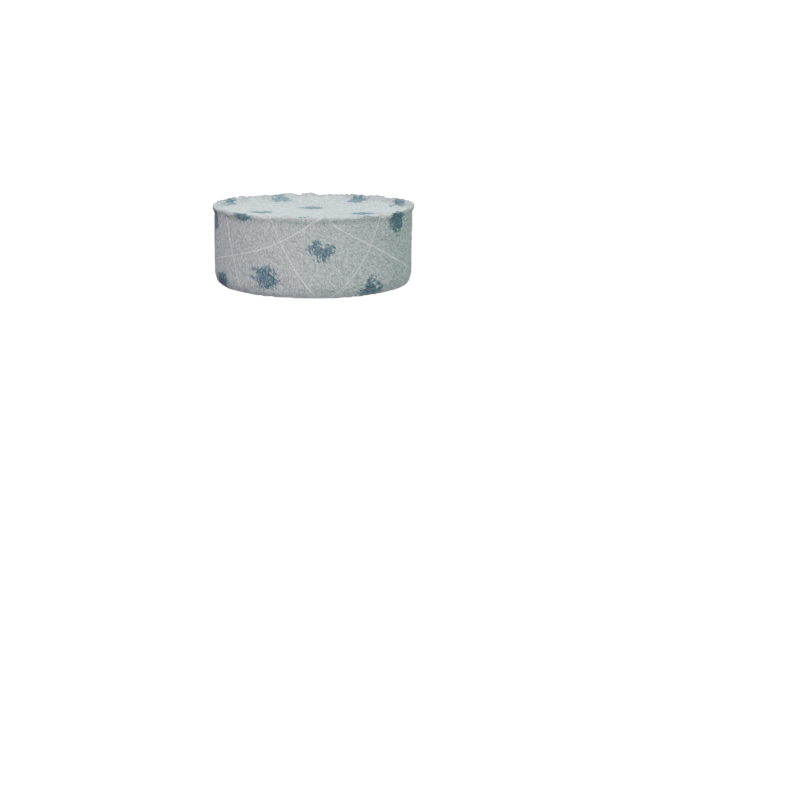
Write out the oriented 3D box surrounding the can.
[{"bbox_3d":[-0.037,-0.068,0.475,0.086,0.033,0.089,0,16,-2],"label":"can"}]
